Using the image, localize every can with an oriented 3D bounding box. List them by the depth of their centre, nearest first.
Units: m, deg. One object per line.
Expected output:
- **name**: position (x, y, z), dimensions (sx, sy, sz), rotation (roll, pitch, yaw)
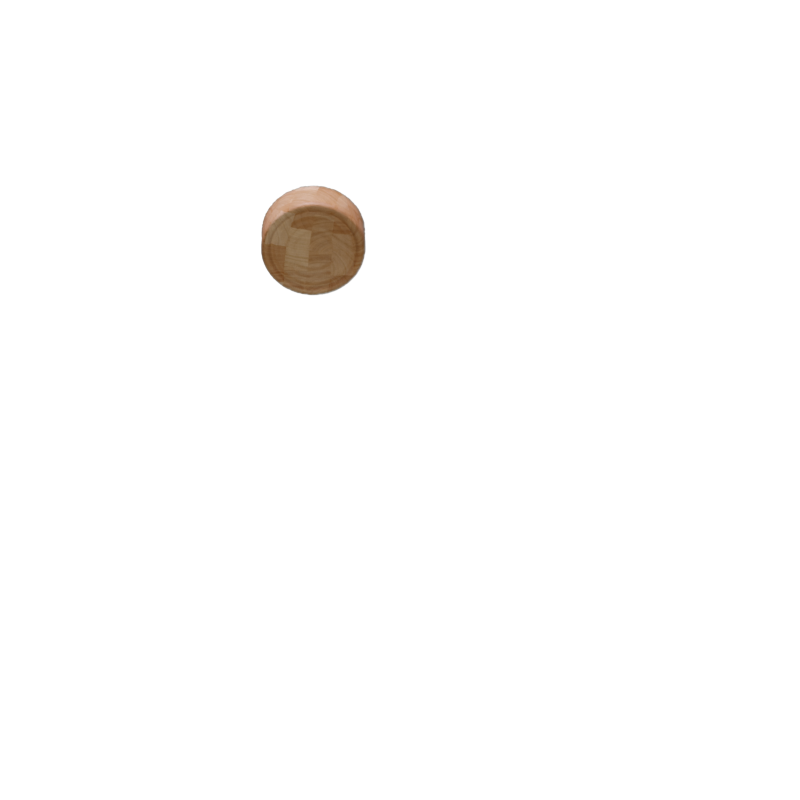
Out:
- **can**: position (-0.071, -0.129, 0.902), dimensions (0.086, 0.081, 0.036), rotation (1, 30, -1)
